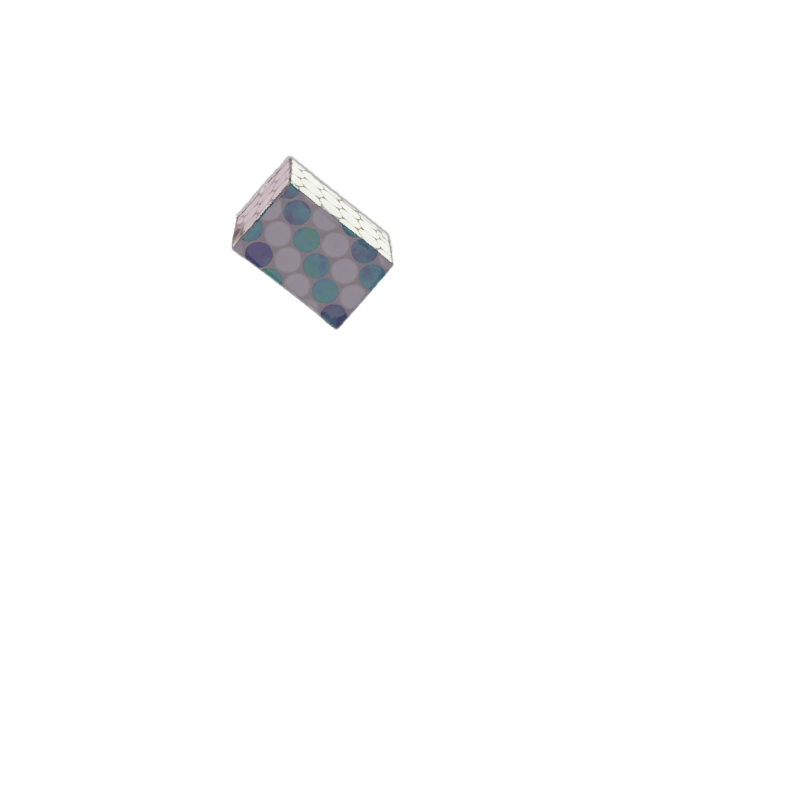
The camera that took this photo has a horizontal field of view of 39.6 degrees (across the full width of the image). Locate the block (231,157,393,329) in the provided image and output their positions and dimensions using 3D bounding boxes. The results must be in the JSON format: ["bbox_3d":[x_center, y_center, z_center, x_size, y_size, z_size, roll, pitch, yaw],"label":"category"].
[{"bbox_3d":[-0.049,-0.090,0.632,0.075,0.052,0.054,38,17,-16],"label":"block"}]
